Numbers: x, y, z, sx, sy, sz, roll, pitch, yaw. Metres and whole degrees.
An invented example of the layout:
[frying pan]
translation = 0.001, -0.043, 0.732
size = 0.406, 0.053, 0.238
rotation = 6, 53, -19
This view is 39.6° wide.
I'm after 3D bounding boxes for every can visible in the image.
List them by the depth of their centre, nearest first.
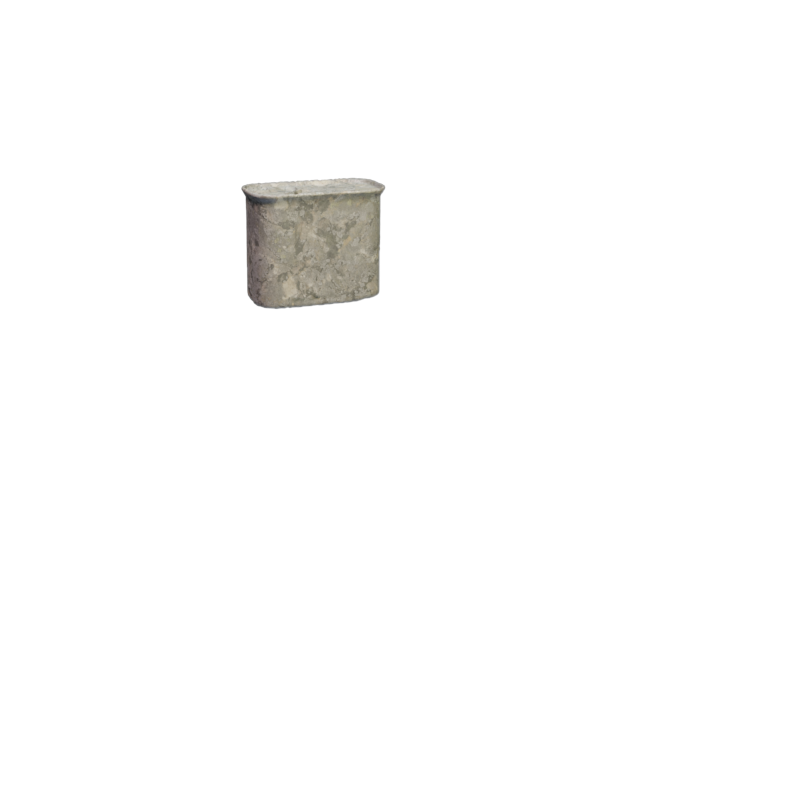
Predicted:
[can]
translation = -0.064, -0.116, 0.814
size = 0.100, 0.081, 0.061
rotation = -6, 16, -19
